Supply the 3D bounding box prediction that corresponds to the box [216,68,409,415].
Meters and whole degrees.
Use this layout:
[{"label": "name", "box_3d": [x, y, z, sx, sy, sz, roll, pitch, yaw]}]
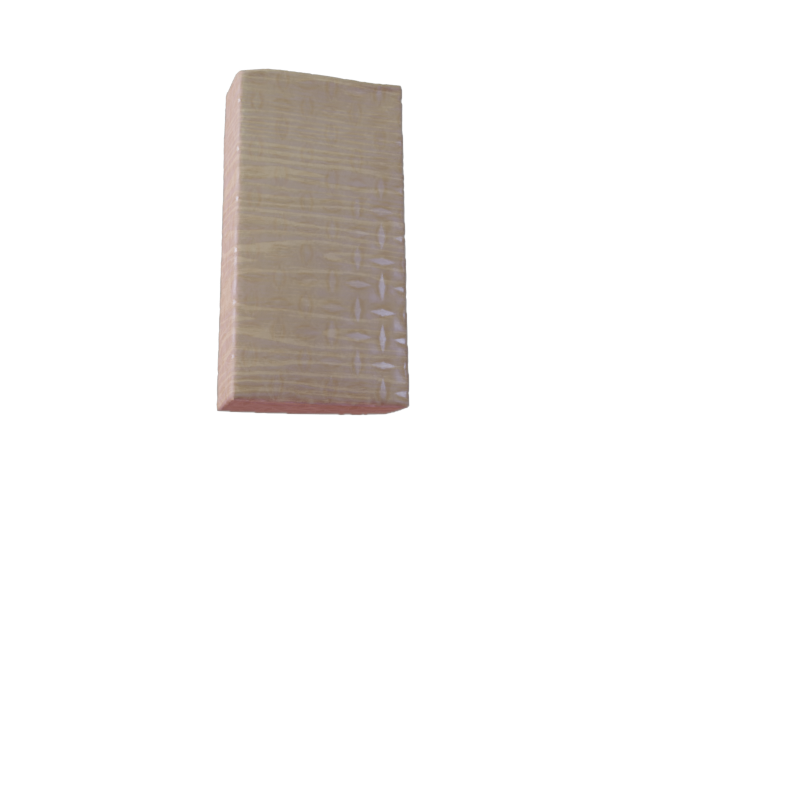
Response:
[{"label": "box", "box_3d": [-0.045, -0.082, 0.577, 0.091, 0.182, 0.047, 3, -15, -16]}]
